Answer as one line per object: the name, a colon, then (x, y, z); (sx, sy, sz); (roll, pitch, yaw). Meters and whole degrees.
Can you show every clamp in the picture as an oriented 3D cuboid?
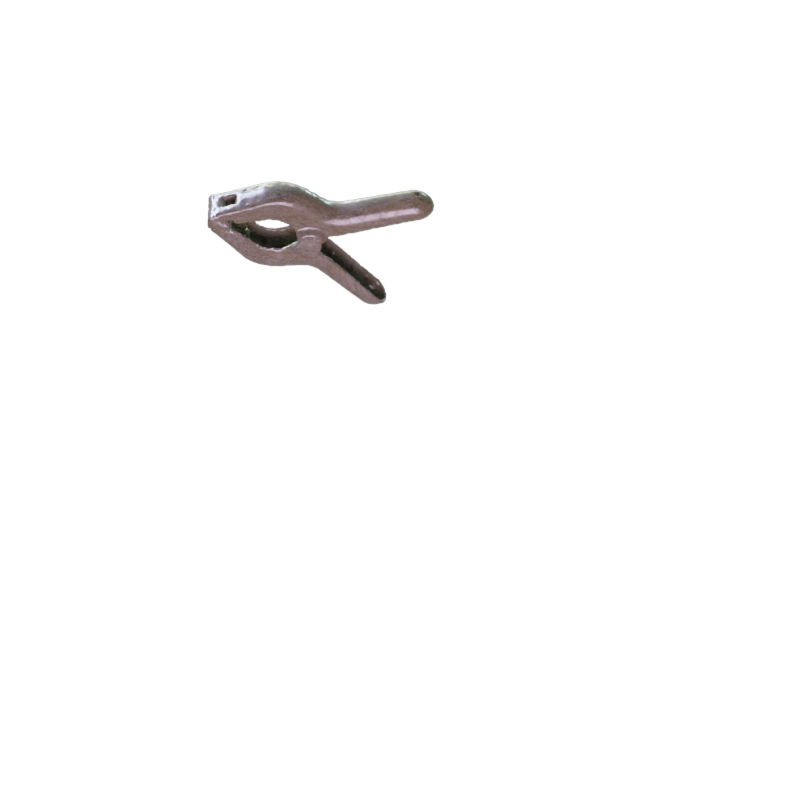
clamp: (-0.068, -0.125, 0.875); (0.170, 0.113, 0.042); (7, 41, -6)
